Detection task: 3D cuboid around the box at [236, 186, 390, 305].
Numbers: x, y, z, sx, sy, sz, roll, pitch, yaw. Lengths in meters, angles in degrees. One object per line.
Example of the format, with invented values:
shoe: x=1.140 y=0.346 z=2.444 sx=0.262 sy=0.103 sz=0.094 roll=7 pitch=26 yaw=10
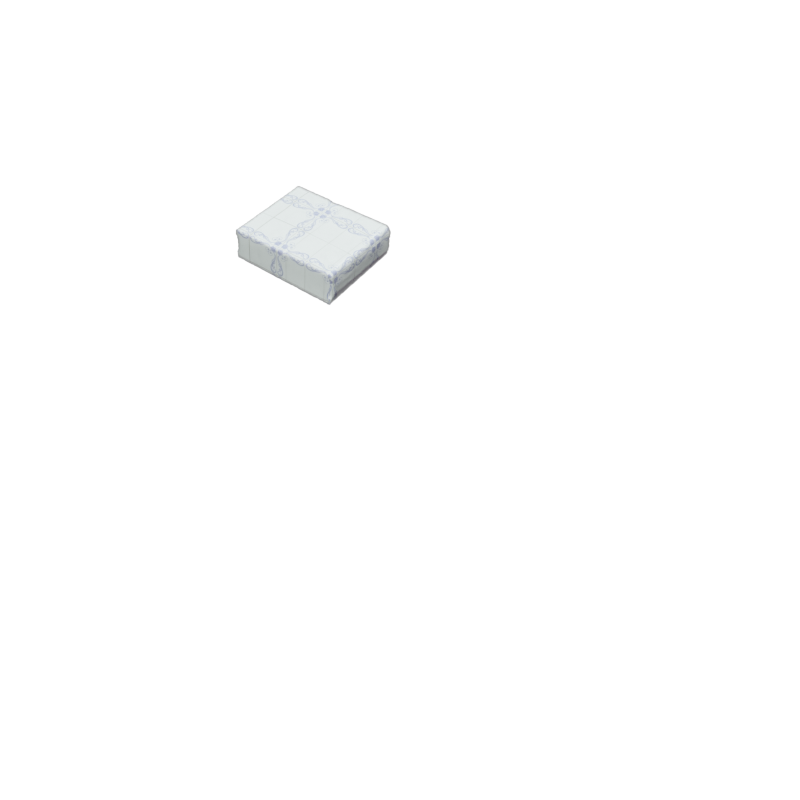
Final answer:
box: x=-0.064 y=-0.116 z=0.815 sx=0.094 sy=0.028 sz=0.074 roll=27 pitch=49 yaw=26
